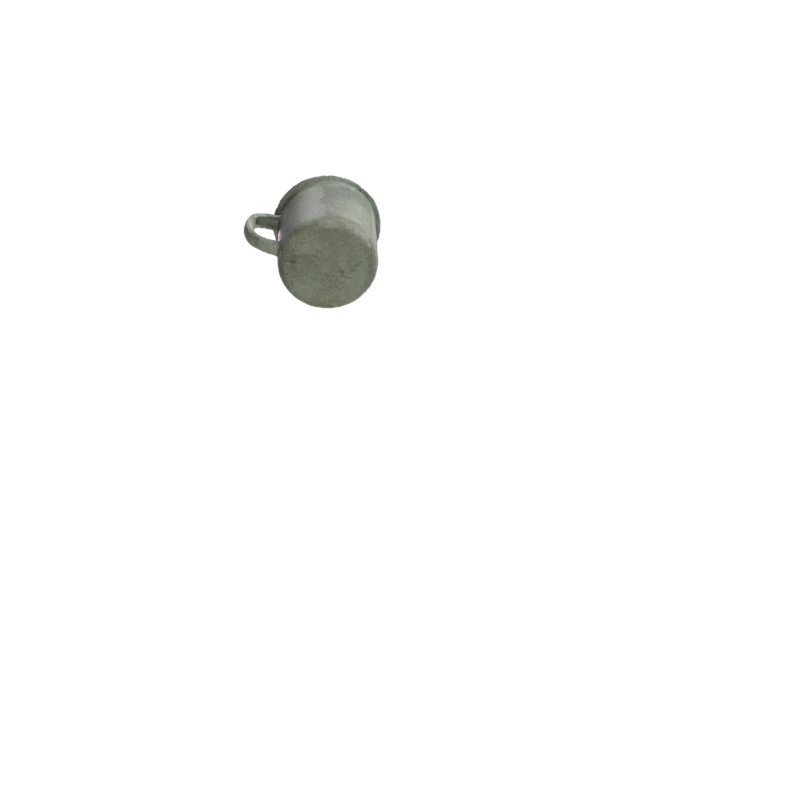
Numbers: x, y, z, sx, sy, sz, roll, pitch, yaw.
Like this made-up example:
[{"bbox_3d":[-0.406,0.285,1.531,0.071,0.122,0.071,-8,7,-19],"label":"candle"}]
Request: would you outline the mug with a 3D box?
[{"bbox_3d":[-0.072,-0.131,0.919,0.116,0.089,0.086,13,28,-8],"label":"mug"}]
